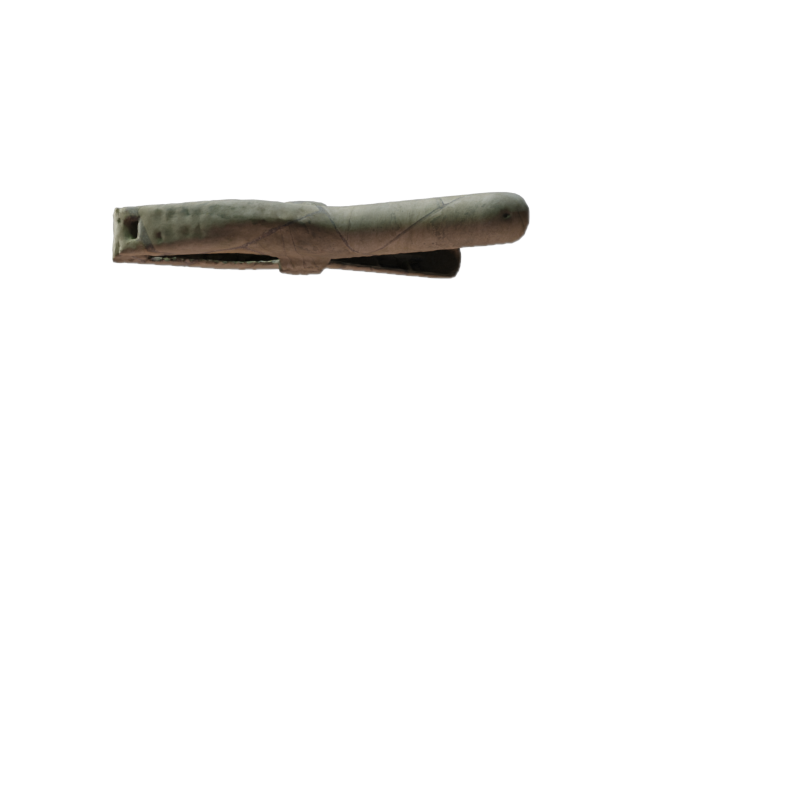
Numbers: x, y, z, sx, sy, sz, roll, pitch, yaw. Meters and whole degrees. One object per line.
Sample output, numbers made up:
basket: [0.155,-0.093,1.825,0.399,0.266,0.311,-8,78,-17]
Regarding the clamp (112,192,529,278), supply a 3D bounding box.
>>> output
clamp: [-0.047,-0.086,0.600,0.210,0.037,0.162,0,-2,1]
